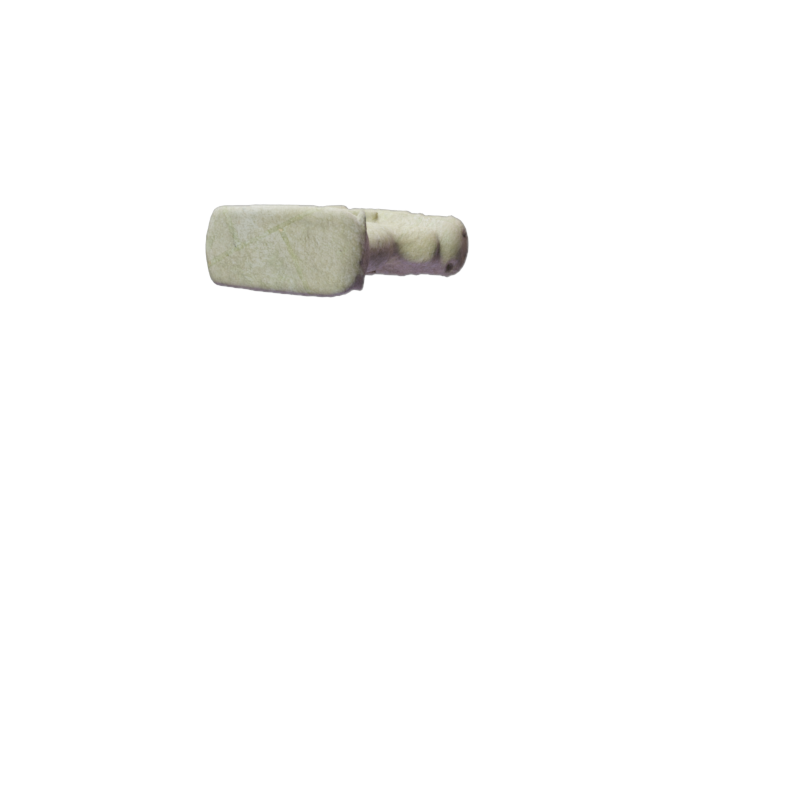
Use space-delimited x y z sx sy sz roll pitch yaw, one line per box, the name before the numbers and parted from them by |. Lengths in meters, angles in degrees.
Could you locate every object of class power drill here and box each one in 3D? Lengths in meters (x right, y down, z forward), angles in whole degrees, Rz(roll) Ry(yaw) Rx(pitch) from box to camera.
power drill | -0.061 -0.112 0.782 0.190 0.056 0.185 4 12 21
